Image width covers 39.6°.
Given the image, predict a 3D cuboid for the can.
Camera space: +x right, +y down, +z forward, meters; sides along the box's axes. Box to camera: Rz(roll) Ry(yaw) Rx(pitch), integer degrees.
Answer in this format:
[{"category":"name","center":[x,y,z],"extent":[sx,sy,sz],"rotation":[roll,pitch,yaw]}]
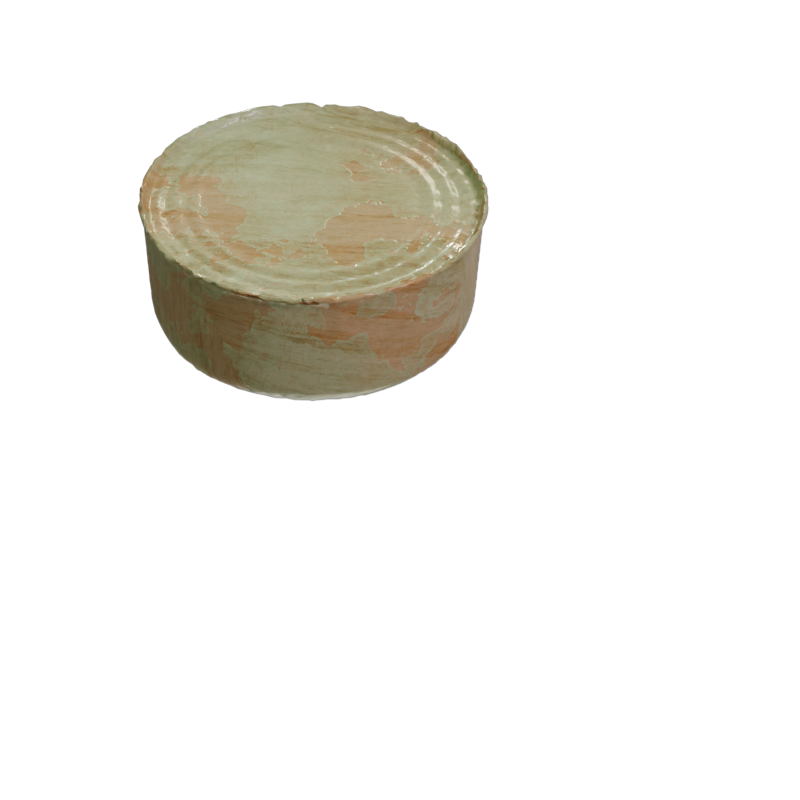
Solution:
[{"category":"can","center":[-0.022,-0.040,0.283],"extent":[0.086,0.031,0.092],"rotation":[-1,41,-2]}]
